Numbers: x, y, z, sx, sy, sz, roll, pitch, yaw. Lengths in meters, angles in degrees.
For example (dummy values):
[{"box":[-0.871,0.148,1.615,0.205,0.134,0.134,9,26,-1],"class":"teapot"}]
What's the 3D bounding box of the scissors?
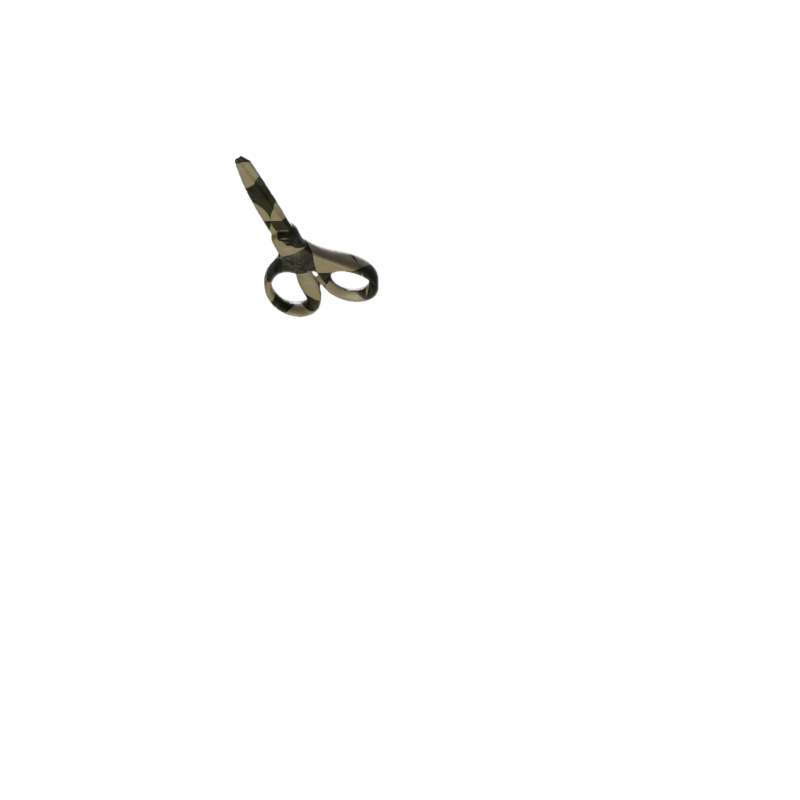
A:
[{"box":[-0.062,-0.113,0.791,0.096,0.017,0.190,1,-26,-2],"class":"scissors"}]
